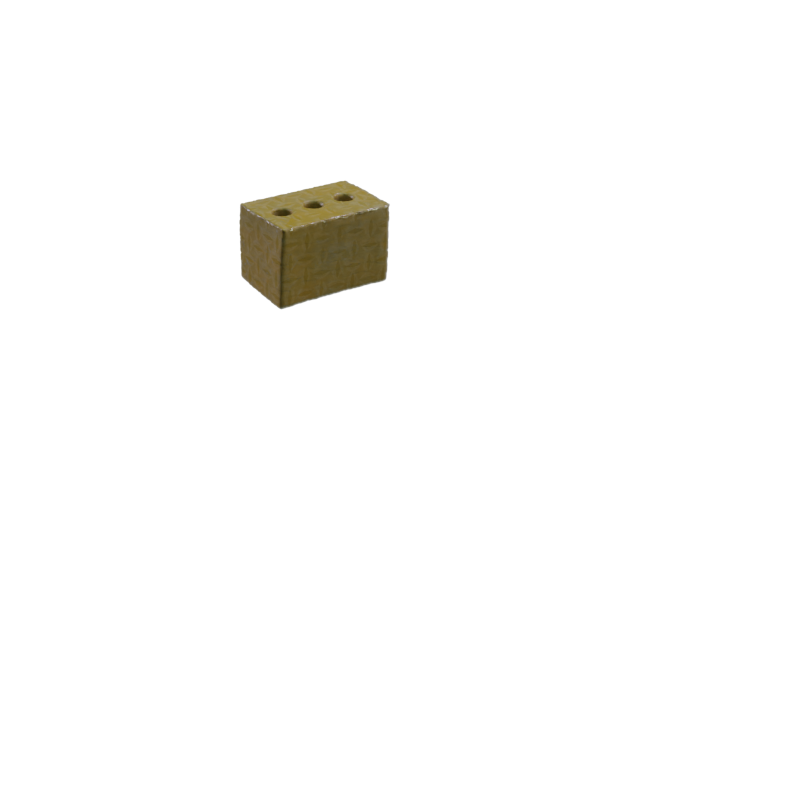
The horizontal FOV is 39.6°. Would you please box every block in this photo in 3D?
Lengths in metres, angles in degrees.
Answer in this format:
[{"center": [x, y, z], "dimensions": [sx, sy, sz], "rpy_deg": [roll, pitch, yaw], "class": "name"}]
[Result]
[{"center": [-0.053, -0.097, 0.677], "dimensions": [0.077, 0.048, 0.057], "rpy_deg": [-18, 34, -30], "class": "block"}]
